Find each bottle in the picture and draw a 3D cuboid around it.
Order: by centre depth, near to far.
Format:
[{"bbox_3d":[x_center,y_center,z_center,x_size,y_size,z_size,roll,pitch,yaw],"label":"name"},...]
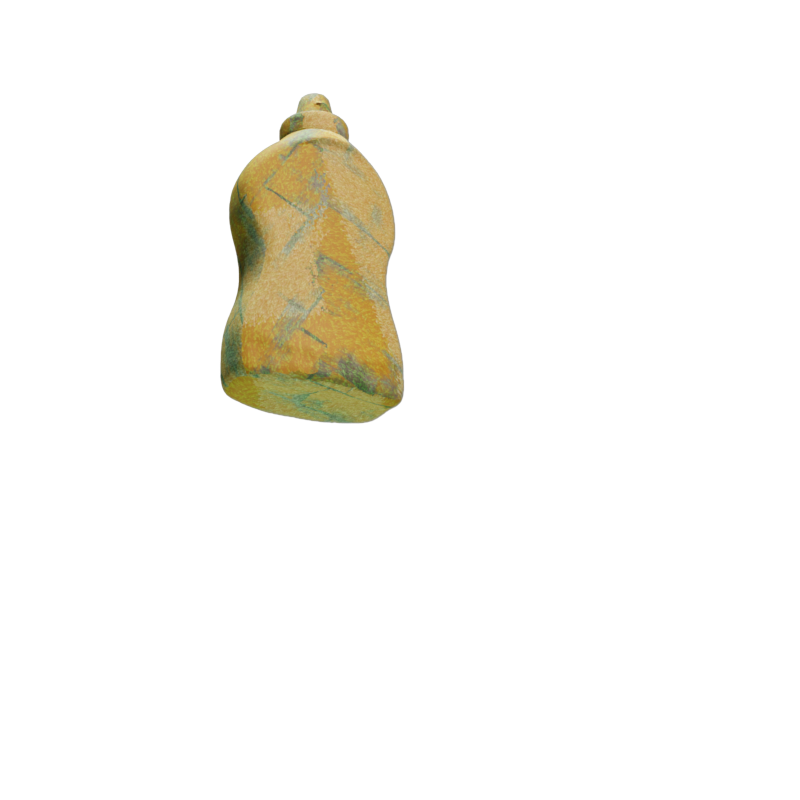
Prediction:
[{"bbox_3d":[-0.048,-0.088,0.616,0.092,0.203,0.057,11,-30,-24],"label":"bottle"}]
